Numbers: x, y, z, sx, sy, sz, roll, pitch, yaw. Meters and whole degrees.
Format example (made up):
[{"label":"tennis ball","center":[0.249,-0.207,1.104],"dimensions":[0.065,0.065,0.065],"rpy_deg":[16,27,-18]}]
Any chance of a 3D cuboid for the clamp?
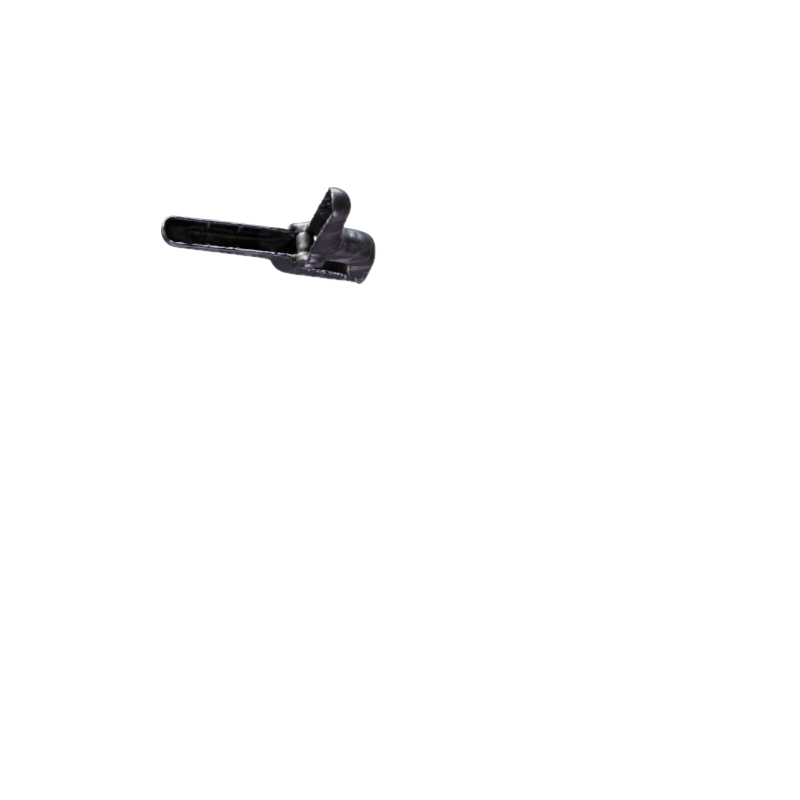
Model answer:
[{"label":"clamp","center":[-0.073,-0.132,0.927],"dimensions":[0.169,0.037,0.199],"rpy_deg":[-5,-9,32]}]
